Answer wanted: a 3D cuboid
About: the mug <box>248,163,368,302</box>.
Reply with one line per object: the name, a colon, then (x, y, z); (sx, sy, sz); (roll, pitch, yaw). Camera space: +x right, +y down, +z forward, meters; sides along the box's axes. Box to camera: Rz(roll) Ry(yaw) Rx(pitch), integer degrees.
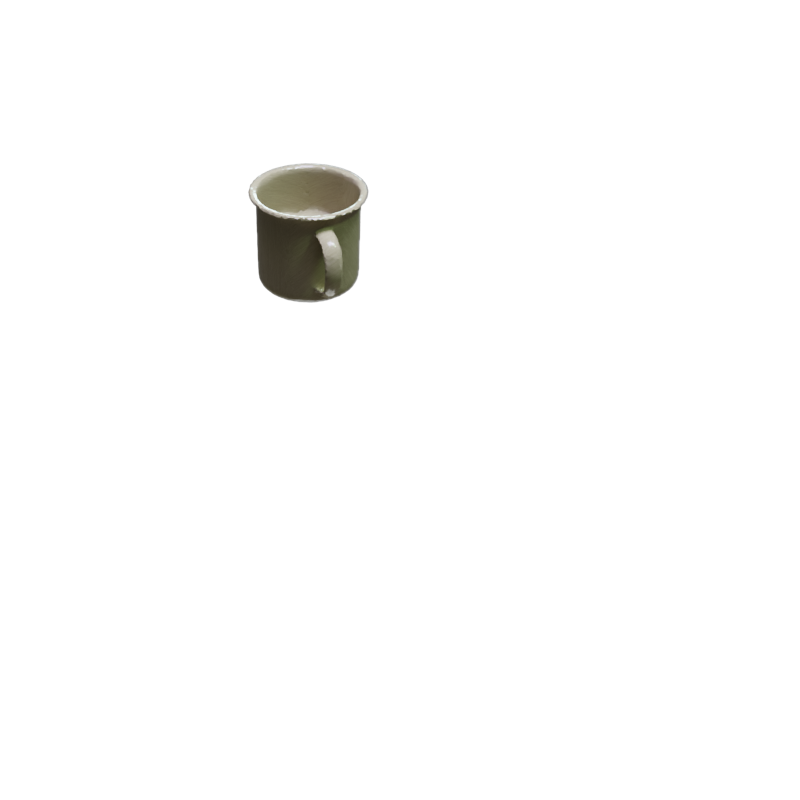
mug: (-0.068, -0.124, 0.869); (0.092, 0.076, 0.127); (-12, 37, -18)
